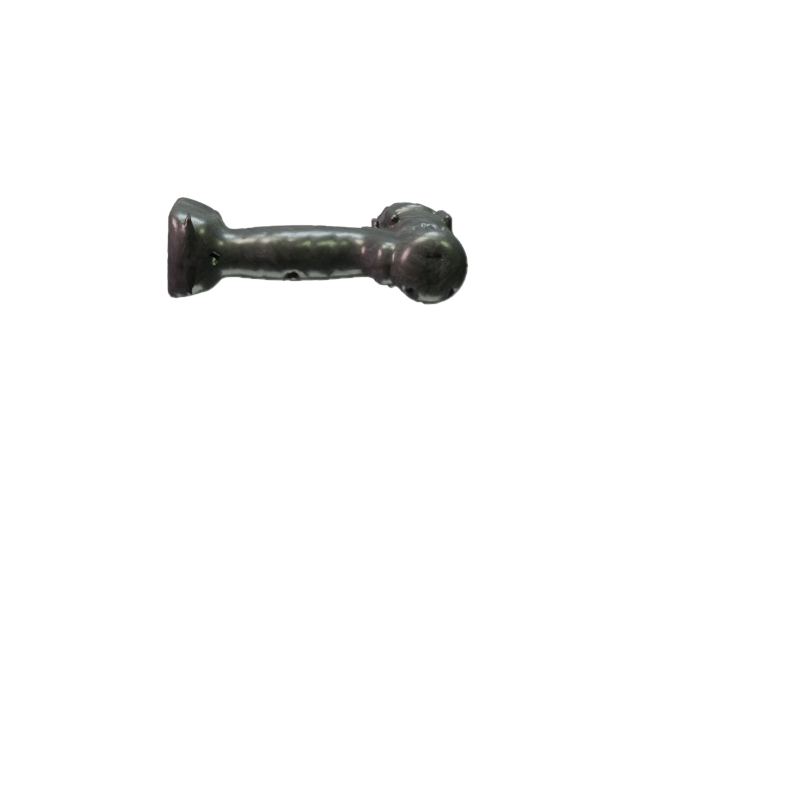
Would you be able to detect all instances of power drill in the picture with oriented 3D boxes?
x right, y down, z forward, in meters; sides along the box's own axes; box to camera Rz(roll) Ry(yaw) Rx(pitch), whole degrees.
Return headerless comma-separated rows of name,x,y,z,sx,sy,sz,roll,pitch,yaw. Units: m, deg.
power drill,-0.058,-0.105,0.735,0.187,0.056,0.190,-1,15,-5
